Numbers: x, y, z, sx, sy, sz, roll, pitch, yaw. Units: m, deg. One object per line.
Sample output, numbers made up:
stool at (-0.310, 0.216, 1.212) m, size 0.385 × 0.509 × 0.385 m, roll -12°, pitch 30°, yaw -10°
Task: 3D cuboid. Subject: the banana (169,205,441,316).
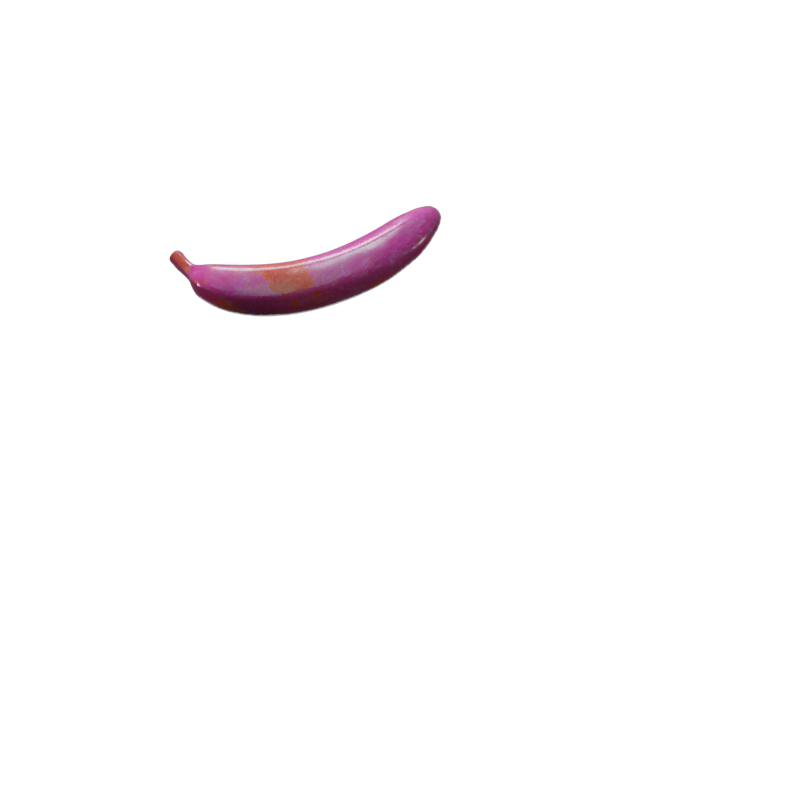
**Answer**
banana at (-0.062, -0.095, 0.779) m, size 0.197 × 0.074 × 0.035 m, roll -10°, pitch -26°, yaw -5°
